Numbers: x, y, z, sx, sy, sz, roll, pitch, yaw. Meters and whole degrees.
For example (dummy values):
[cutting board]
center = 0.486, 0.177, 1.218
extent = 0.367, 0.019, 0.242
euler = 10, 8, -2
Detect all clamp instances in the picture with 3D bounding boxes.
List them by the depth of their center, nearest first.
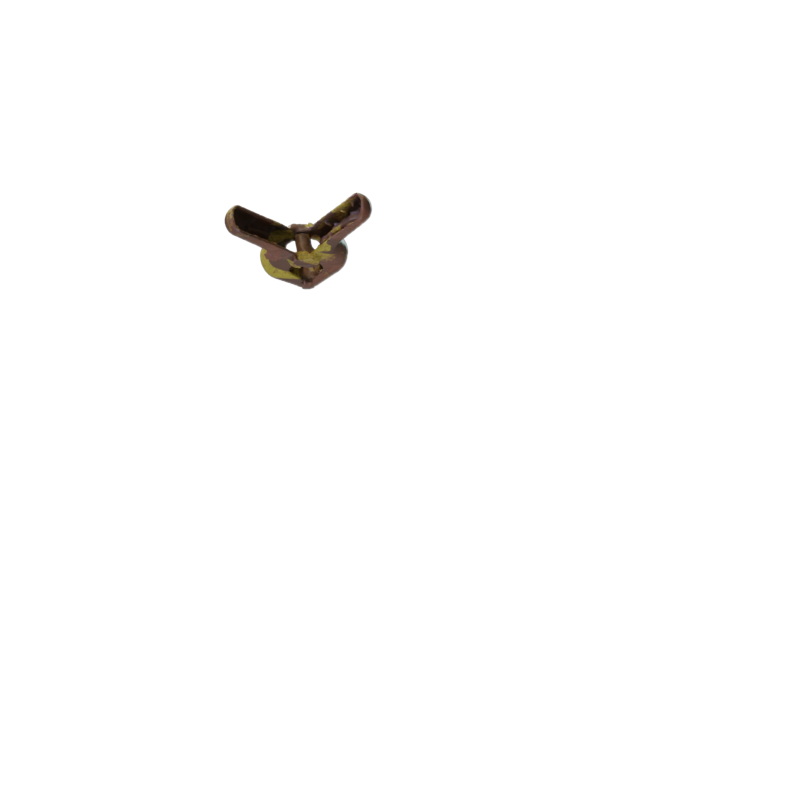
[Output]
[clamp]
center = -0.076, -0.139, 0.972
extent = 0.121, 0.041, 0.164
euler = -2, -11, 8
